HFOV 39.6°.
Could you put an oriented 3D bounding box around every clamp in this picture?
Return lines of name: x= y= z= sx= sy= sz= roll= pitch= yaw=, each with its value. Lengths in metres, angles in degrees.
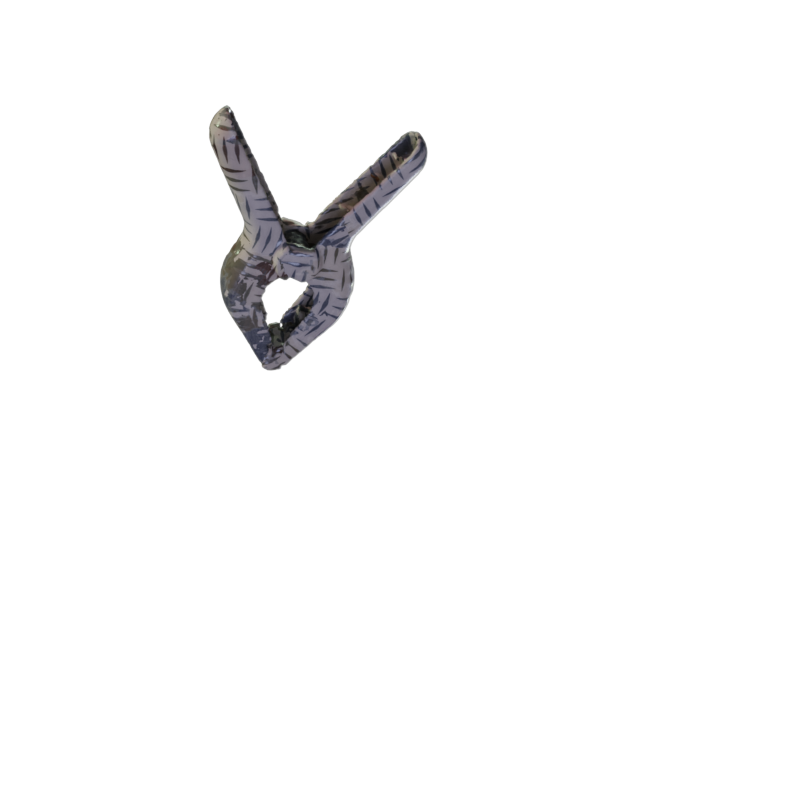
clamp: x=-0.050 y=-0.091 z=0.641 sx=0.120 sy=0.161 sz=0.042 roll=4 pitch=39 yaw=-3
